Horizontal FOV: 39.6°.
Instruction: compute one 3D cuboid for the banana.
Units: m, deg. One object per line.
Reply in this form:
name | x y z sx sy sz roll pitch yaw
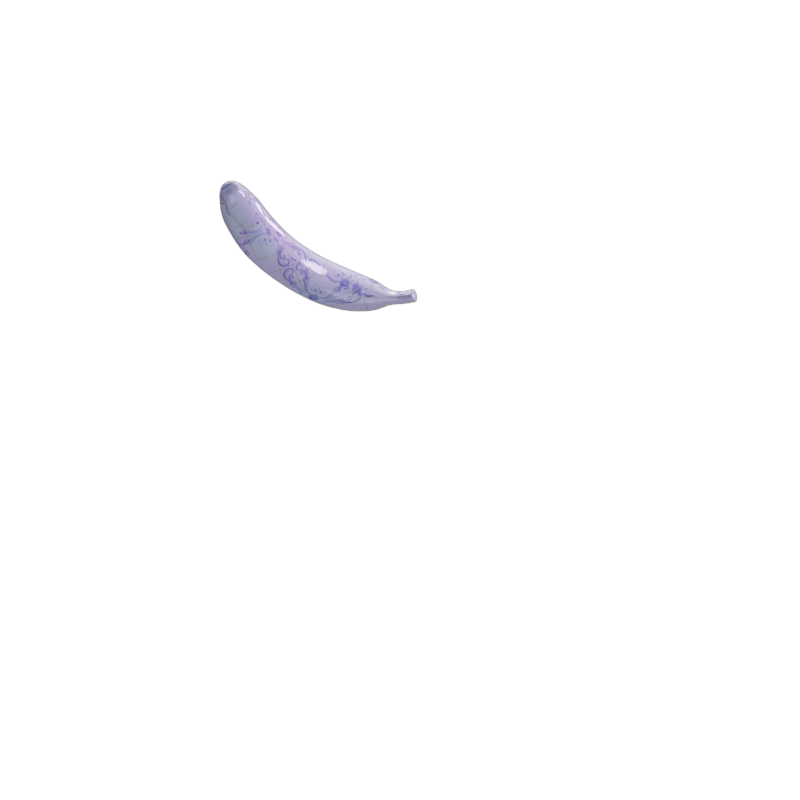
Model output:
banana | -0.079 -0.117 0.903 0.187 0.039 0.069 27 -46 -30
